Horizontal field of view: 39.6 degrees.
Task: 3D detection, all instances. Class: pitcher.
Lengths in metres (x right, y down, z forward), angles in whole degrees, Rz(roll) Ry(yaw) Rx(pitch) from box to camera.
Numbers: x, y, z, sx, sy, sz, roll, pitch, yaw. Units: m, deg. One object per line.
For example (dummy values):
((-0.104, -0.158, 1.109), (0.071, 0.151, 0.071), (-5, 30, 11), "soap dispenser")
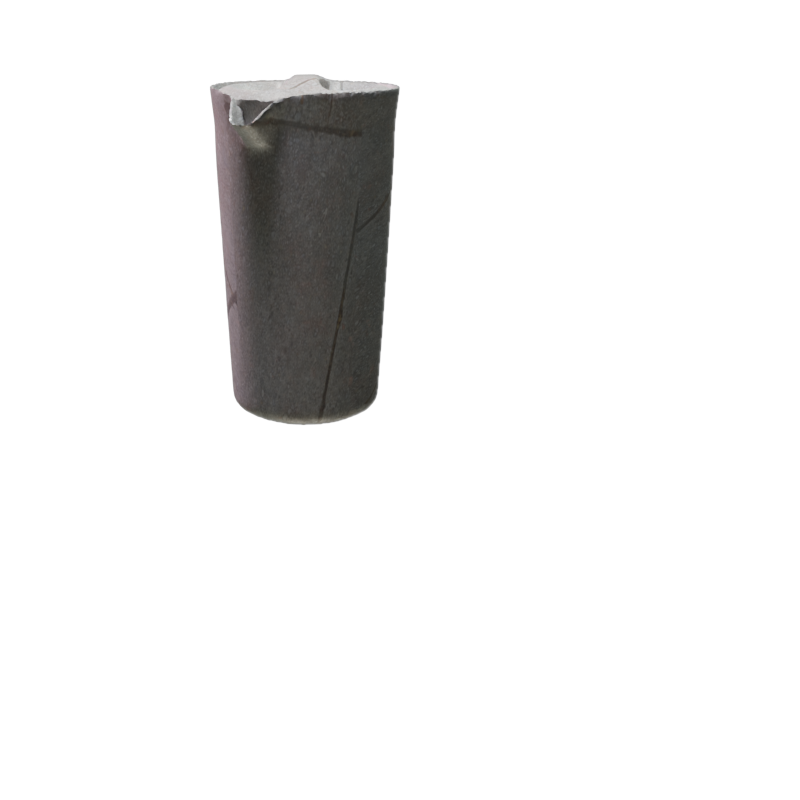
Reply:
((-0.064, -0.116, 0.812), (0.146, 0.235, 0.153), (-4, 16, -18), "pitcher")
